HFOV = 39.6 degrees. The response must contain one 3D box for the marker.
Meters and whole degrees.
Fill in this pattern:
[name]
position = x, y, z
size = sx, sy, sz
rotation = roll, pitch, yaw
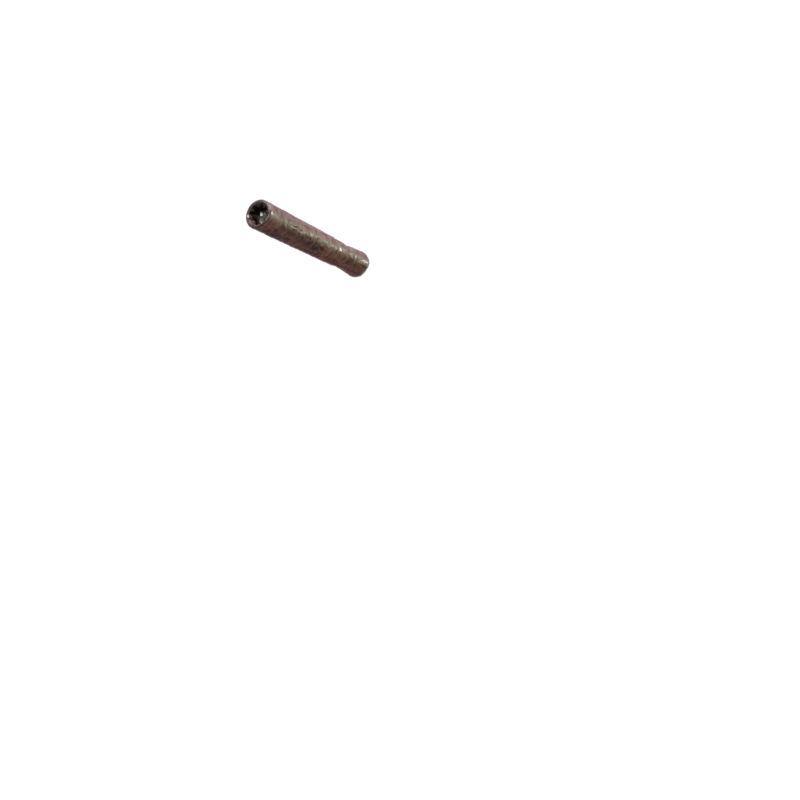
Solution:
[marker]
position = -0.056, -0.102, 0.713
size = 0.020, 0.020, 0.114
rotation = 3, -9, 33
